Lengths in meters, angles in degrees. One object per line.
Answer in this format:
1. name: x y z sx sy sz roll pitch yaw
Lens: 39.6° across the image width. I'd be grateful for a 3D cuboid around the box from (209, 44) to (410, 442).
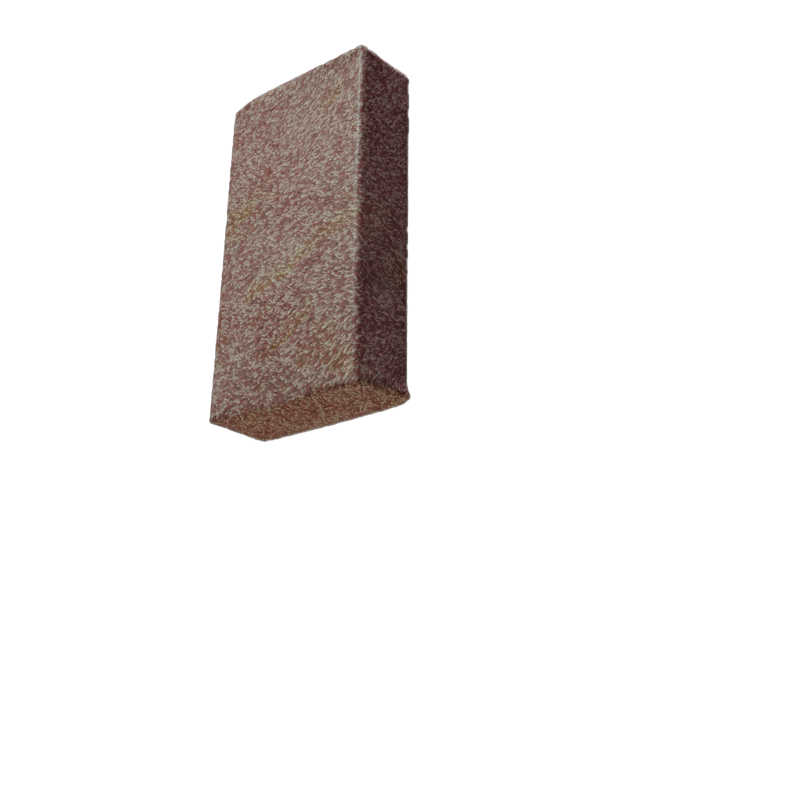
1. box: -0.042 -0.077 0.537 0.094 0.186 0.045 -19 -29 35
